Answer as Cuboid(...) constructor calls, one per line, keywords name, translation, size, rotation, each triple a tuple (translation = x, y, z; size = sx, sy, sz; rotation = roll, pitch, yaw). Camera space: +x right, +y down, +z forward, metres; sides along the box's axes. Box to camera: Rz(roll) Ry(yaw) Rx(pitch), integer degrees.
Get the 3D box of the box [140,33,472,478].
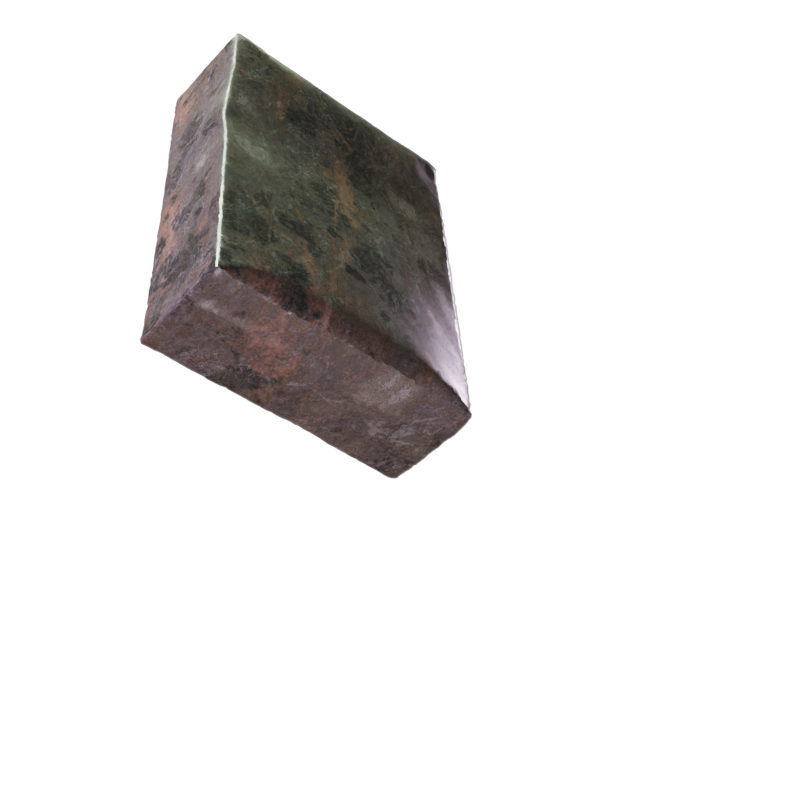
Cuboid(name="box", translation=(-0.048, -0.087, 0.611), size=(0.155, 0.230, 0.071), rotation=(29, -54, -28))
